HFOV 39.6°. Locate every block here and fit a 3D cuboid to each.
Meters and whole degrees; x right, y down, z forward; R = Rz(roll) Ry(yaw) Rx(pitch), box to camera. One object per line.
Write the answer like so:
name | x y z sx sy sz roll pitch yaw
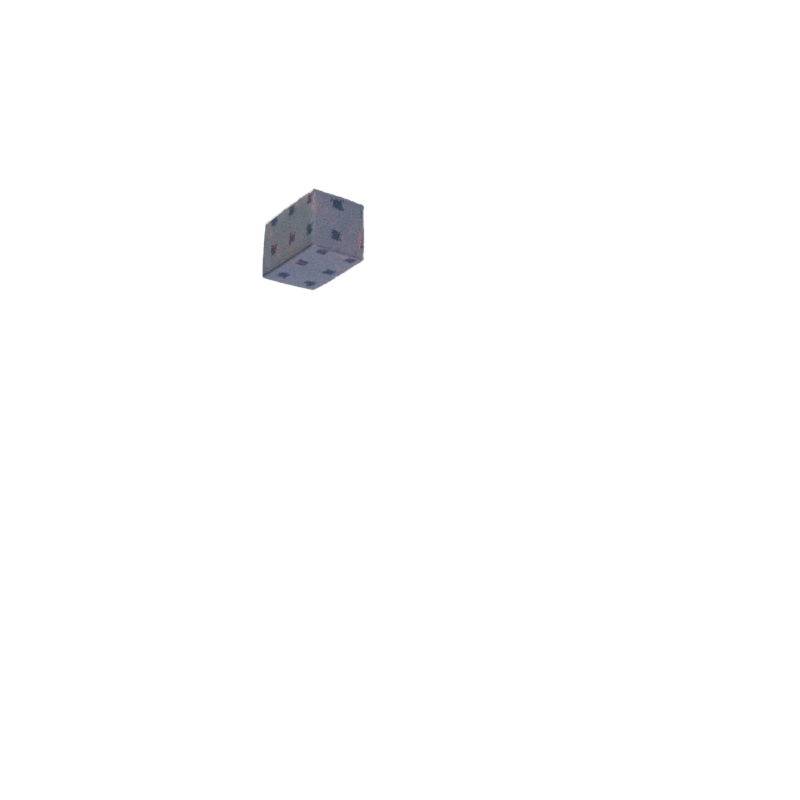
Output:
block | -0.072 -0.131 0.920 0.050 0.054 0.078 15 -26 -34
